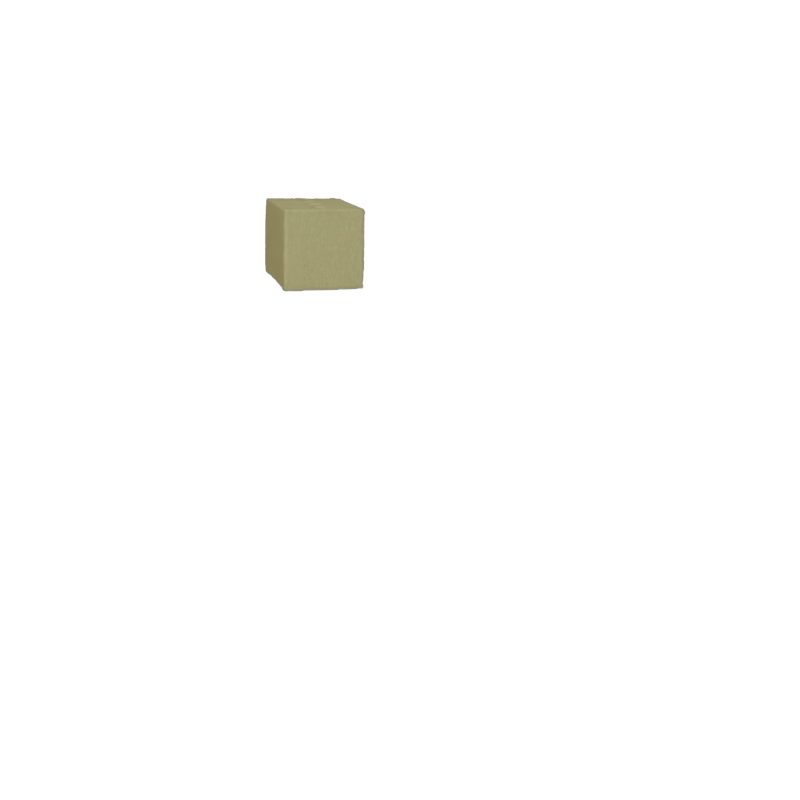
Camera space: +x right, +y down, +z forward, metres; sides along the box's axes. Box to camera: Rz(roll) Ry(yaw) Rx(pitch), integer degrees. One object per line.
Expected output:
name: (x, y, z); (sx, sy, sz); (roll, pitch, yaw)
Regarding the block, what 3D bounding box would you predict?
block: (-0.056, -0.102, 0.716); (0.052, 0.050, 0.081); (-3, 13, -14)
